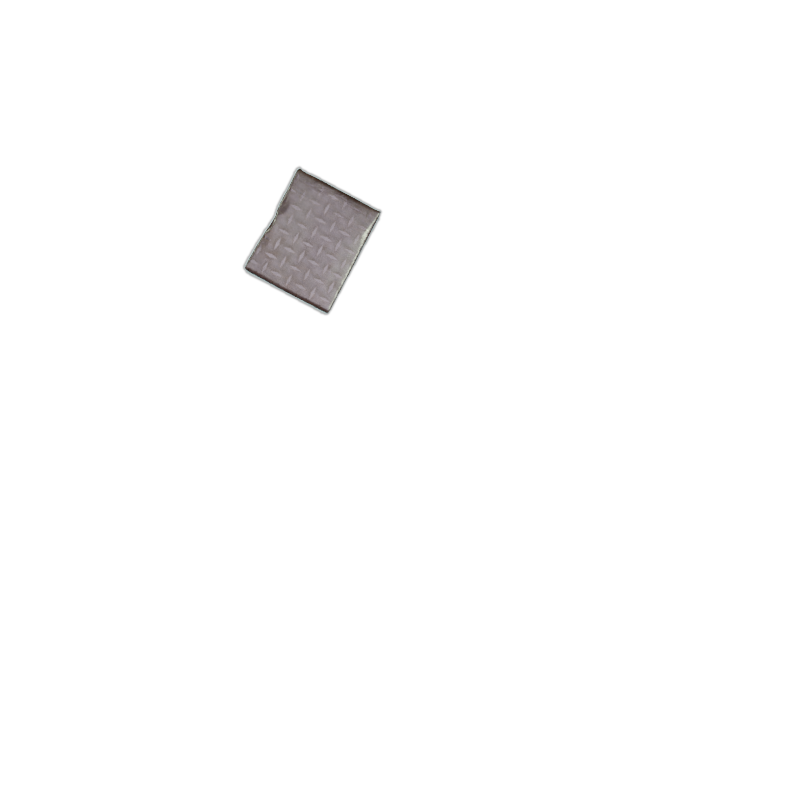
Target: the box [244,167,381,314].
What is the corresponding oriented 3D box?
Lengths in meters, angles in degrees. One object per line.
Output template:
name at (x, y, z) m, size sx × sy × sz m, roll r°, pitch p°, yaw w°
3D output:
box at (-0.066, -0.121, 0.844) m, size 0.074 × 0.090 × 0.030 m, roll 28°, pitch -6°, yaw 2°
